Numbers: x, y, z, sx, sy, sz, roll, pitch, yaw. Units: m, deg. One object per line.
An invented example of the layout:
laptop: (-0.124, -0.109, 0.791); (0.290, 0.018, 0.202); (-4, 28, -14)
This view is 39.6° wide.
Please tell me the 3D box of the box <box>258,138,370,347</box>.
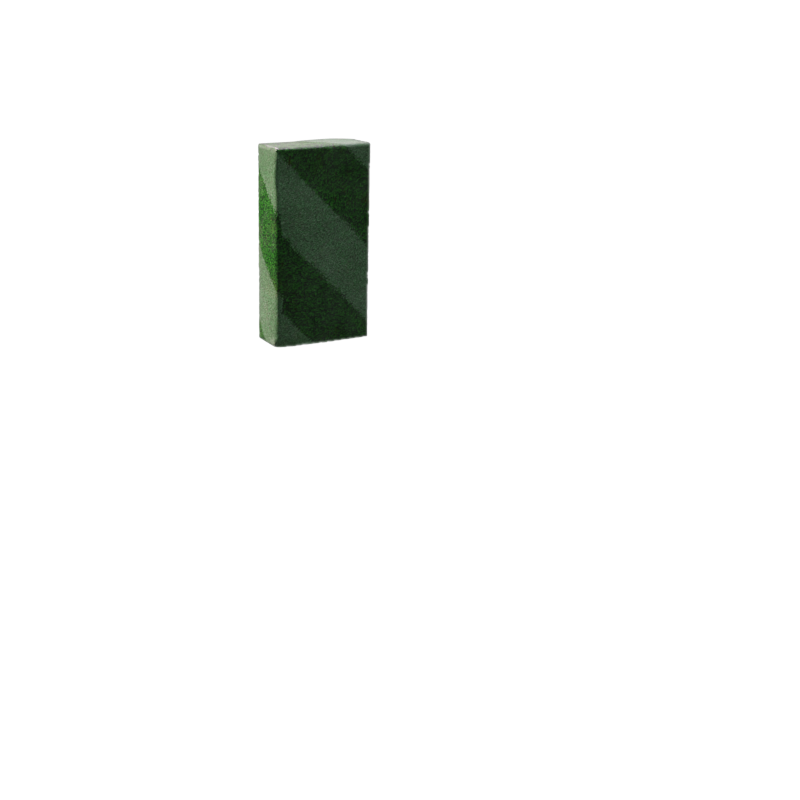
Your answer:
box: (-0.076, -0.139, 0.970); (0.091, 0.171, 0.051); (-6, 14, -28)
